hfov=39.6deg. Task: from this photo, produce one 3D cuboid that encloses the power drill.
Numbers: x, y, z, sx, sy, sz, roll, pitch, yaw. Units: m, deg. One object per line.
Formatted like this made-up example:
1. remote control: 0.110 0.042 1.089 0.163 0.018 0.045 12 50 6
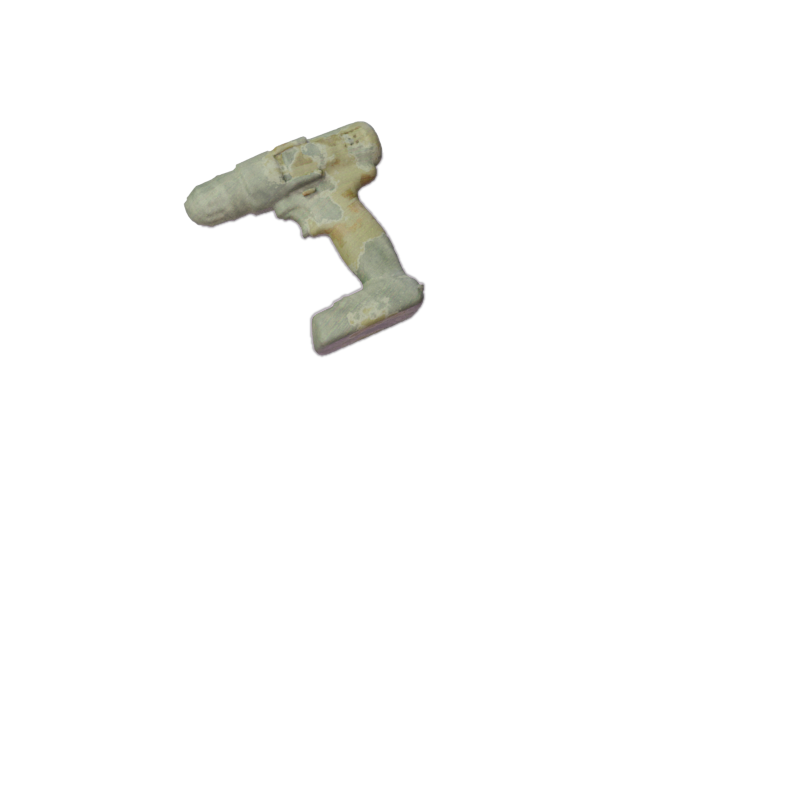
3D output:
1. power drill: -0.076 -0.138 0.969 0.184 0.195 0.055 -23 -14 -6
